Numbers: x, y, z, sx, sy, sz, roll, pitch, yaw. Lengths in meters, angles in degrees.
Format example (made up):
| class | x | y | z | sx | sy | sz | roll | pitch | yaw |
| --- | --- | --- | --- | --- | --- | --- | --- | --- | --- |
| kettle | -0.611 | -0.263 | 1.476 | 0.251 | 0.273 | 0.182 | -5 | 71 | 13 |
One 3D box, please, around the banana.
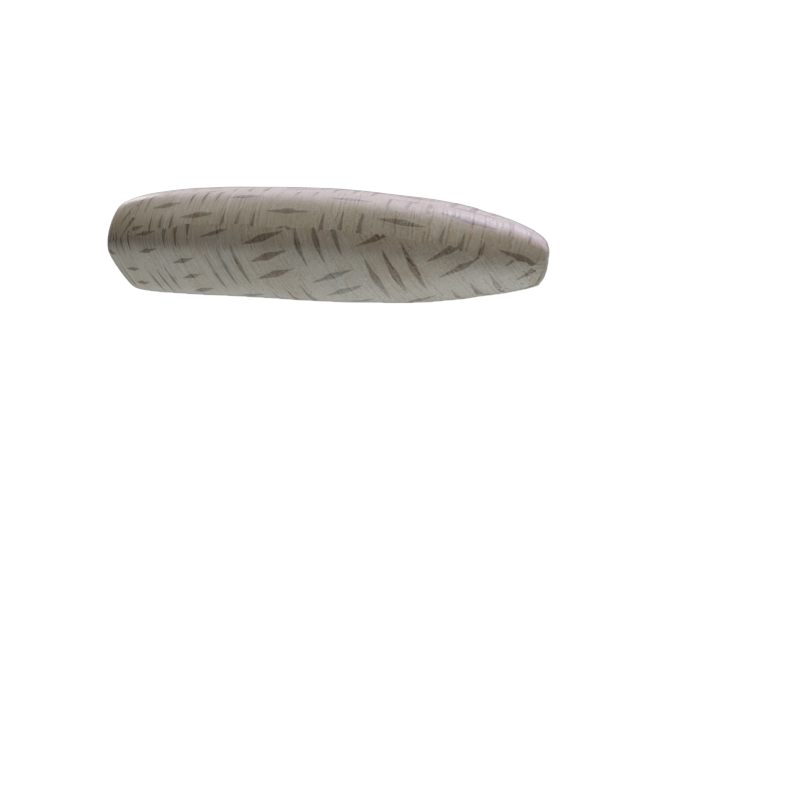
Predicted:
| class | x | y | z | sx | sy | sz | roll | pitch | yaw |
| --- | --- | --- | --- | --- | --- | --- | --- | --- | --- |
| banana | -0.046 | -0.054 | 0.375 | 0.067 | 0.036 | 0.207 | -6 | 10 | -42 |
